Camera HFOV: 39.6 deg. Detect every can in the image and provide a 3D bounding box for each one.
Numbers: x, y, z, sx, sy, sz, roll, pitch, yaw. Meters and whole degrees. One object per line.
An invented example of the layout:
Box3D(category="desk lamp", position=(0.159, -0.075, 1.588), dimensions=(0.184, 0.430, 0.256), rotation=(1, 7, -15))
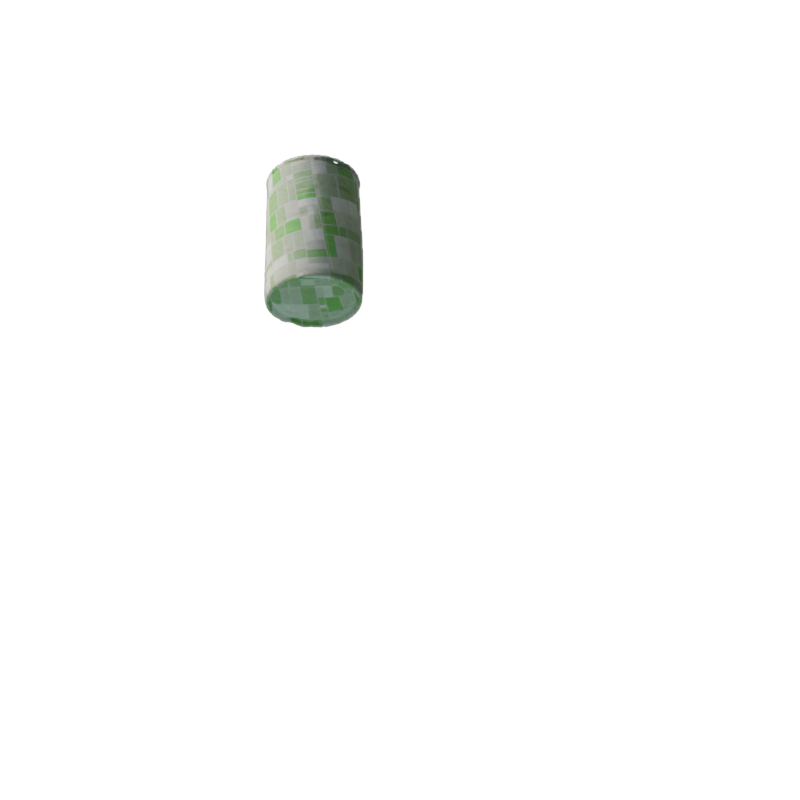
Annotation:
Box3D(category="can", position=(-0.060, -0.110, 0.771), dimensions=(0.068, 0.109, 0.064), rotation=(-1, -32, -2))
